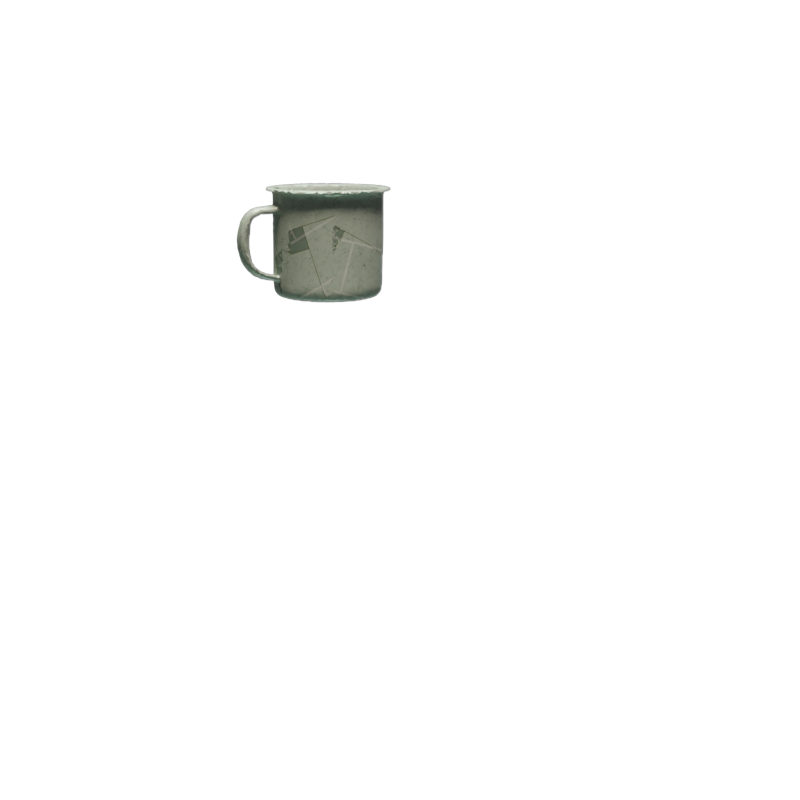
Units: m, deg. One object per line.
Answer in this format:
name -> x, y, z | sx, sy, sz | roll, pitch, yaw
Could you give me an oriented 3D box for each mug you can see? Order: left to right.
mug -> -0.064, -0.118, 0.823 | 0.114, 0.080, 0.098 | -6, 13, -26
